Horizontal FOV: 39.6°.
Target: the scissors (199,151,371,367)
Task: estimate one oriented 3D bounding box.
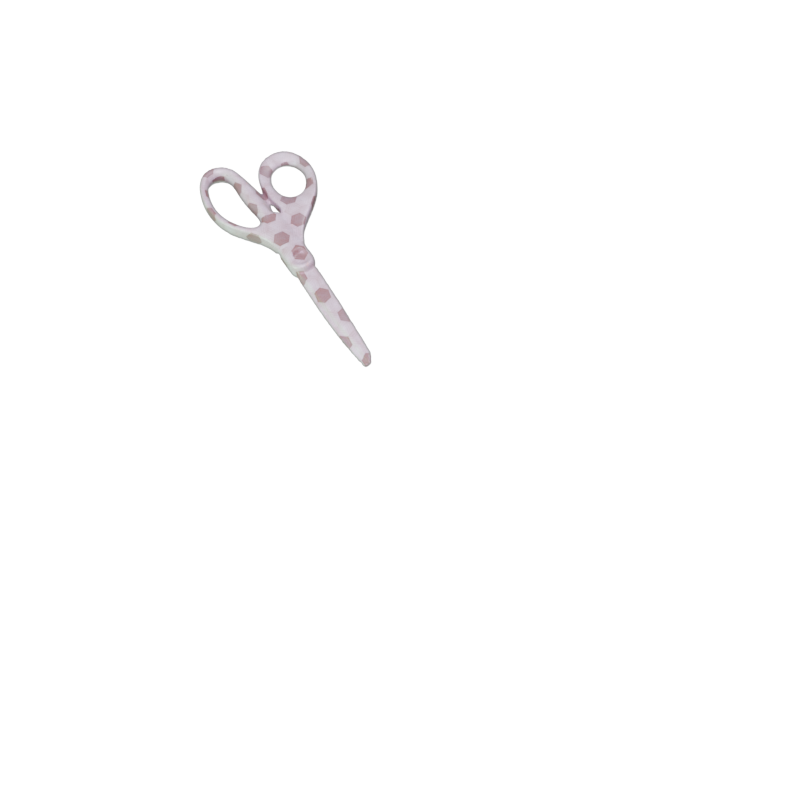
[{"bbox_3d":[-0.063,-0.115,0.806,0.097,0.214,0.015,-39,-26,-23],"label":"scissors"}]
